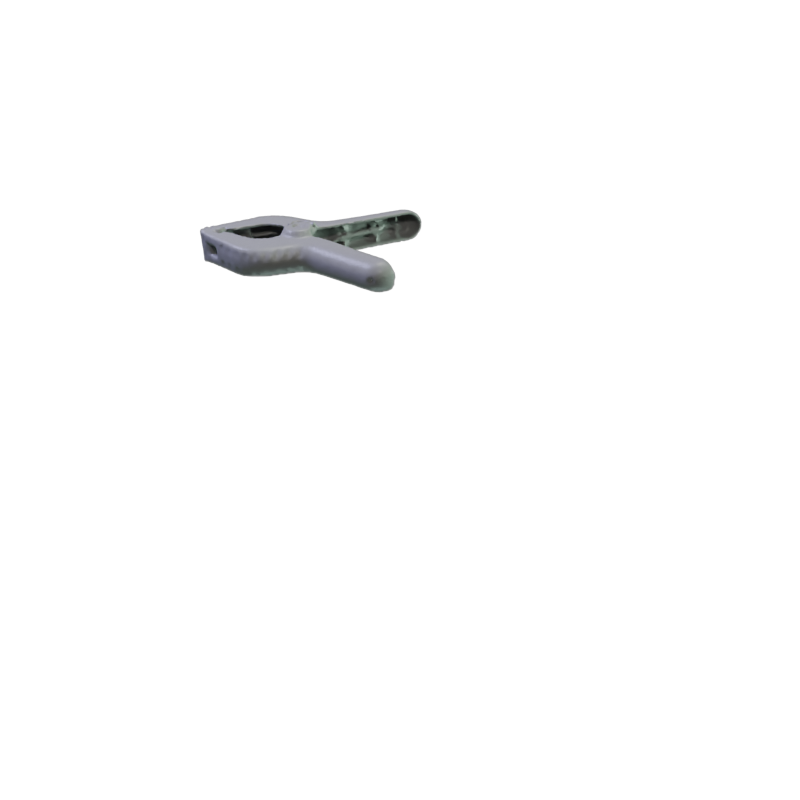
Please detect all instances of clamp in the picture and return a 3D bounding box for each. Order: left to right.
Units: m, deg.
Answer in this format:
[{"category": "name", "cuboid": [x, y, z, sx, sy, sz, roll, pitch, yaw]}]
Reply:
[{"category": "clamp", "cuboid": [-0.067, -0.123, 0.861, 0.177, 0.037, 0.122, 10, 26, 21]}]
